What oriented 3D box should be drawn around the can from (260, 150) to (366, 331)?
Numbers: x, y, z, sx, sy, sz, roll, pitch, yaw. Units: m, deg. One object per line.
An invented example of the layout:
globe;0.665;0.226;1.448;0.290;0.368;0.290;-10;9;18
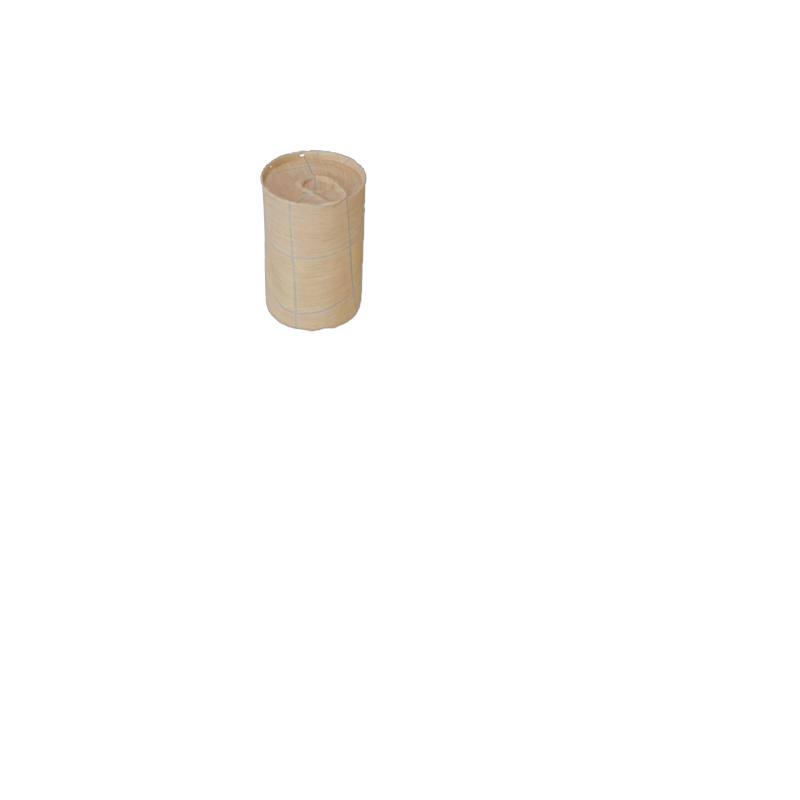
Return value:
can;-0.058;-0.105;0.735;0.068;0.096;0.073;0;38;-3
